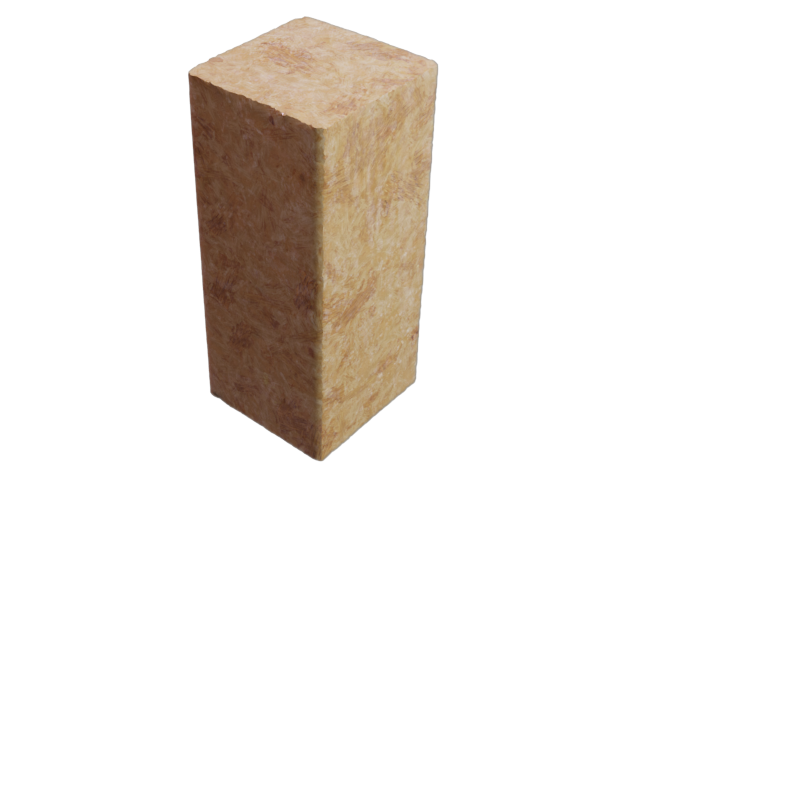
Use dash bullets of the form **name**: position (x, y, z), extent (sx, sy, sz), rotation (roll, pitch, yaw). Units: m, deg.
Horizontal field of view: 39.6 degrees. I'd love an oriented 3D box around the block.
- **block**: position (-0.047, -0.085, 0.591), extent (0.095, 0.193, 0.092), rotation (28, 45, 28)
